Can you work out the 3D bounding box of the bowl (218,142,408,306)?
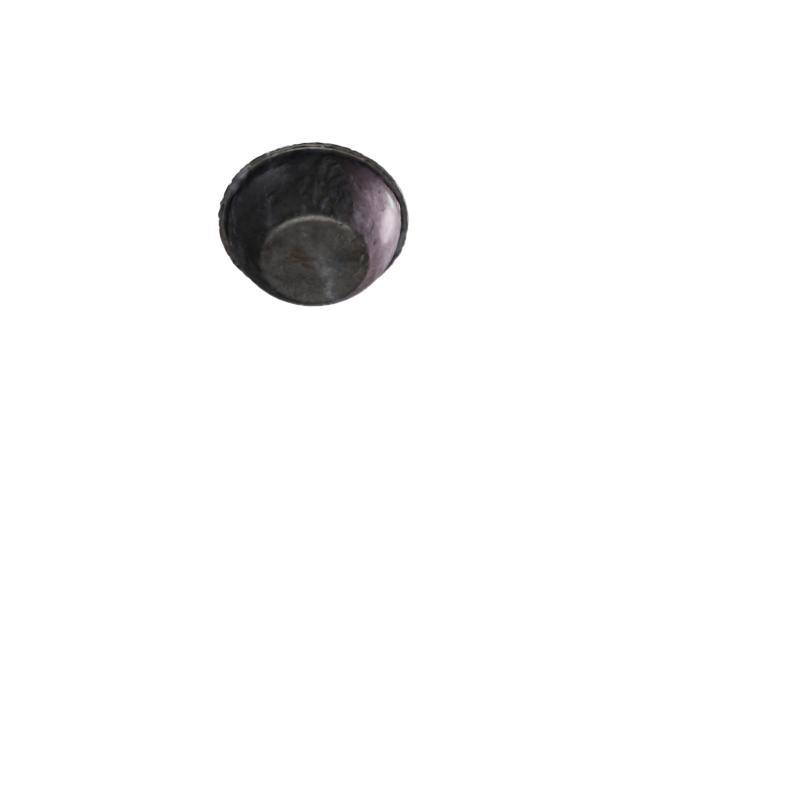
[{"bbox_3d":[-0.072,-0.131,0.920,0.162,0.151,0.059,1,40,-1],"label":"bowl"}]
